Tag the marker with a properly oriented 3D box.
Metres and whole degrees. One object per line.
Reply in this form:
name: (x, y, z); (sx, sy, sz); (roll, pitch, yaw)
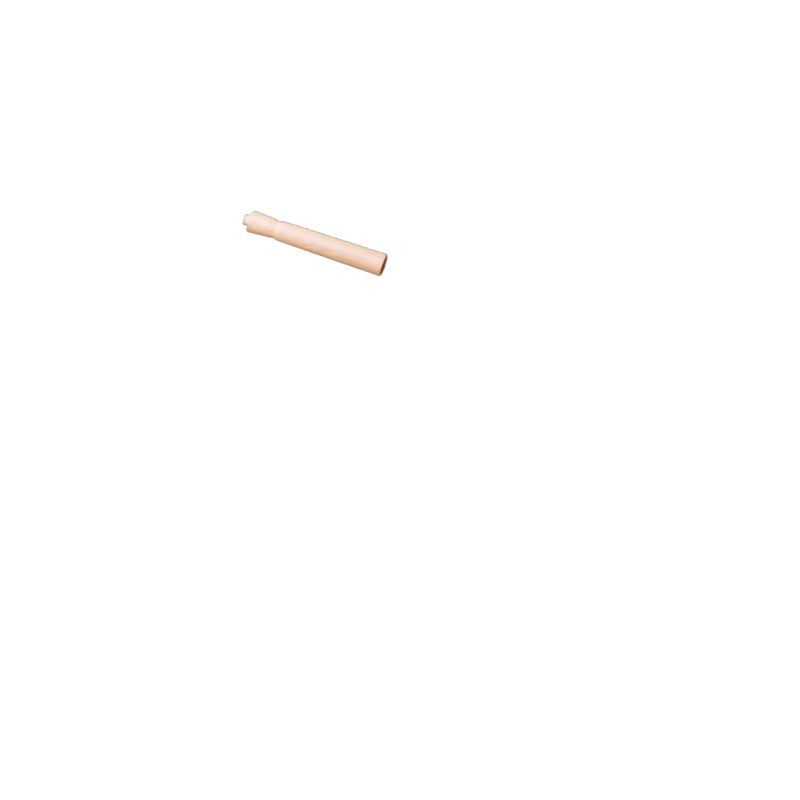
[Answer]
marker: (-0.070, -0.127, 0.889); (0.124, 0.020, 0.019); (20, 7, 12)
